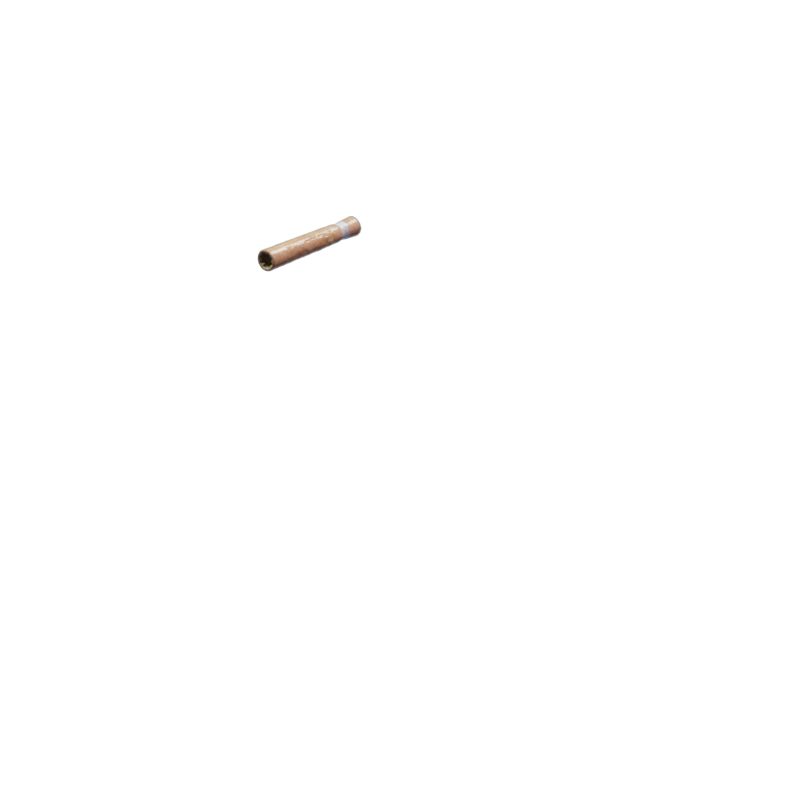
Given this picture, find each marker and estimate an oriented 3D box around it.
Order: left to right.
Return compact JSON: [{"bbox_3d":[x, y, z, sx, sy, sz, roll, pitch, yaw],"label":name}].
[{"bbox_3d":[-0.074,-0.135,0.948,0.021,0.019,0.120,3,23,39],"label":"marker"}]
